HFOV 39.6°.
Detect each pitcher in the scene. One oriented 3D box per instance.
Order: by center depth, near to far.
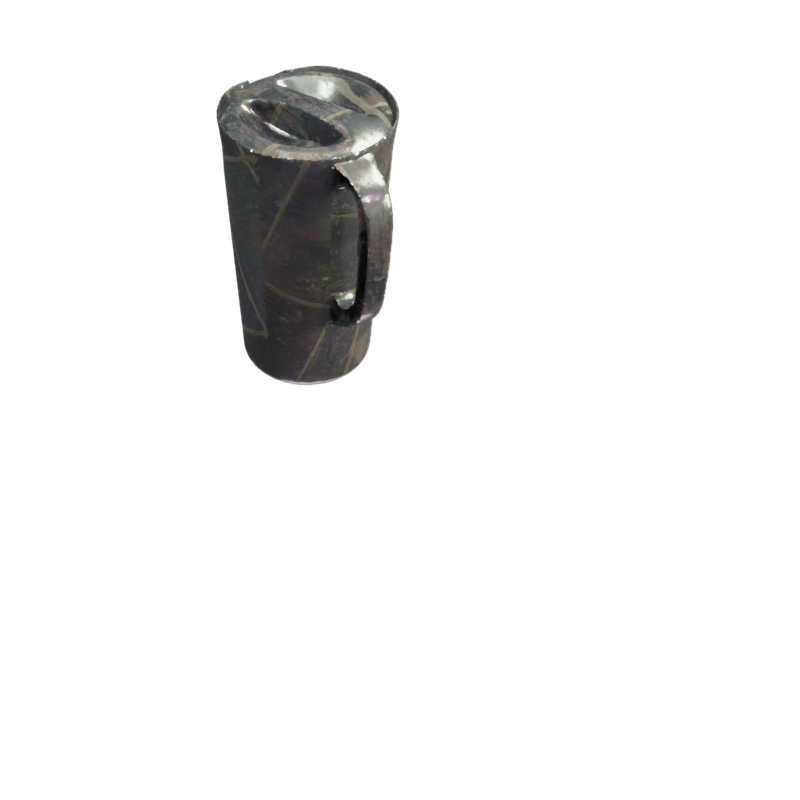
[{"bbox_3d":[-0.068,-0.124,0.867,0.147,0.227,0.157,10,42,8],"label":"pitcher"}]
